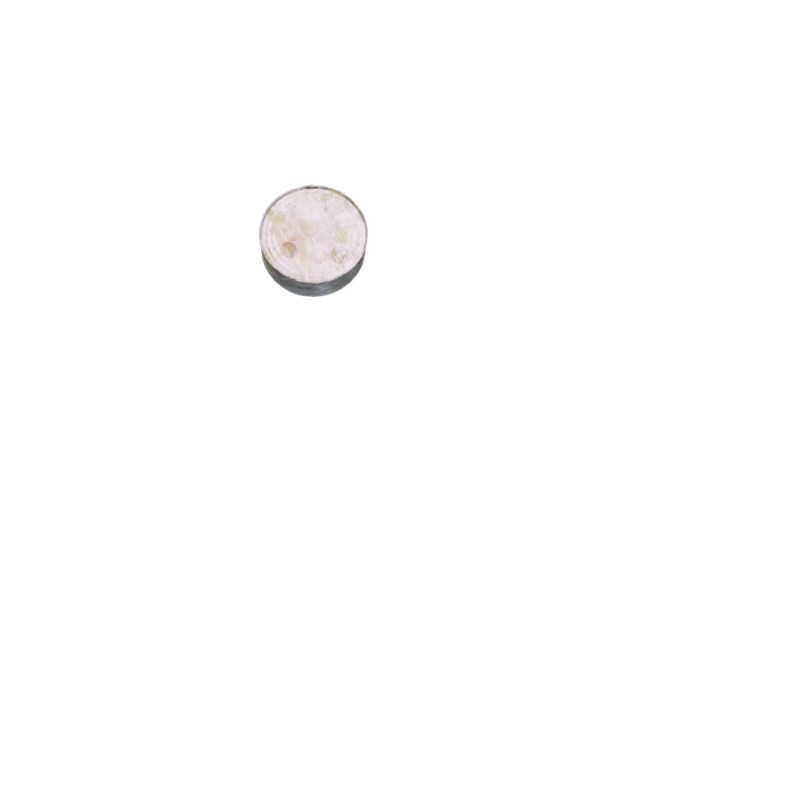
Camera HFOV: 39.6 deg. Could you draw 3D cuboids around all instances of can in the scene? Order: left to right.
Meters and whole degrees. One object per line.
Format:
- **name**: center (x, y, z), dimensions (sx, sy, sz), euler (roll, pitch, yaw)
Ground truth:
- **can**: center (-0.069, -0.126, 0.885), dimensions (0.086, 0.091, 0.032), euler (-1, -24, -1)
